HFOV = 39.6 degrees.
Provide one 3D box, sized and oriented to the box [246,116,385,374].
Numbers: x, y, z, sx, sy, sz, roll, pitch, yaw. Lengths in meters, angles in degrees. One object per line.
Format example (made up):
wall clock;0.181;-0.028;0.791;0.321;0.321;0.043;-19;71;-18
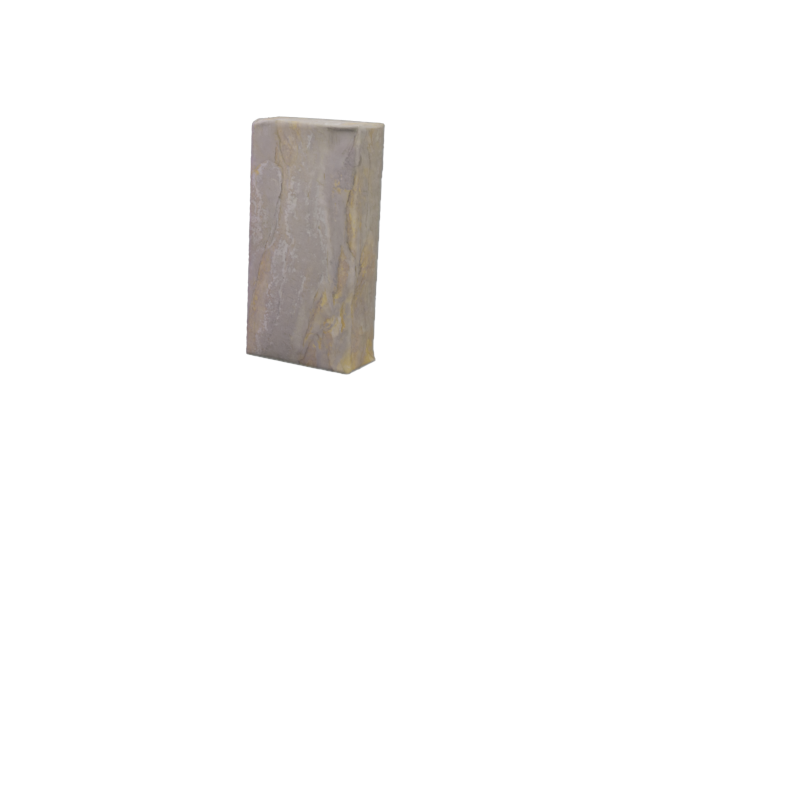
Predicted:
box;-0.063;-0.114;0.801;0.097;0.171;0.047;8;14;30
